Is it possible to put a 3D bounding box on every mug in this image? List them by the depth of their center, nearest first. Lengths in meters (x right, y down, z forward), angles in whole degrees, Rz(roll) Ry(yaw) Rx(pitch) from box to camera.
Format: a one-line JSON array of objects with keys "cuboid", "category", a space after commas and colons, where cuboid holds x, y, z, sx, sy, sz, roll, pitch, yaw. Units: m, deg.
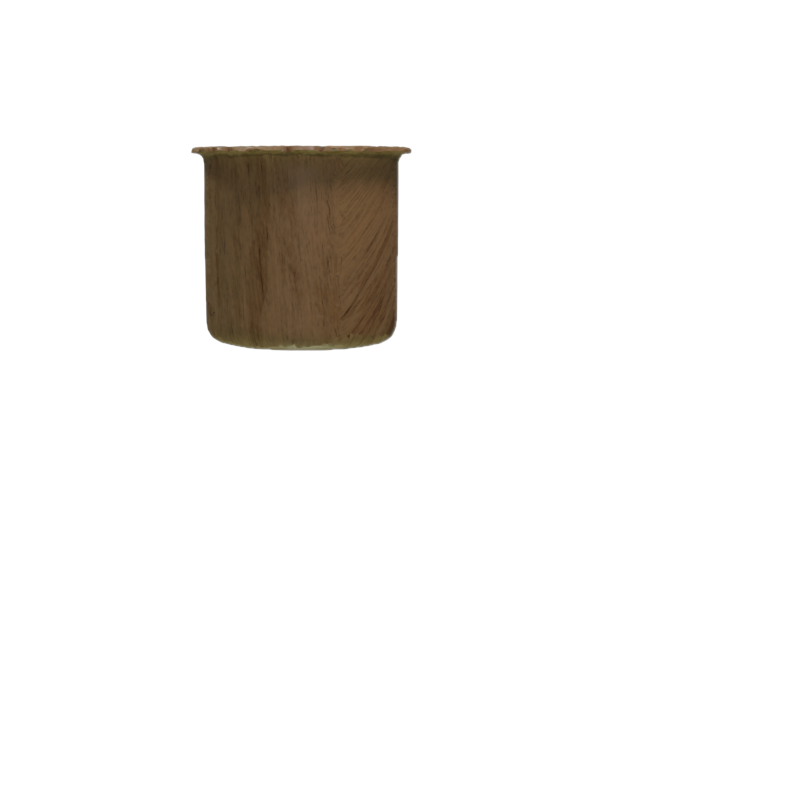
[{"cuboid": [-0.038, -0.069, 0.482, 0.096, 0.080, 0.116, 4, 10, 21], "category": "mug"}]
